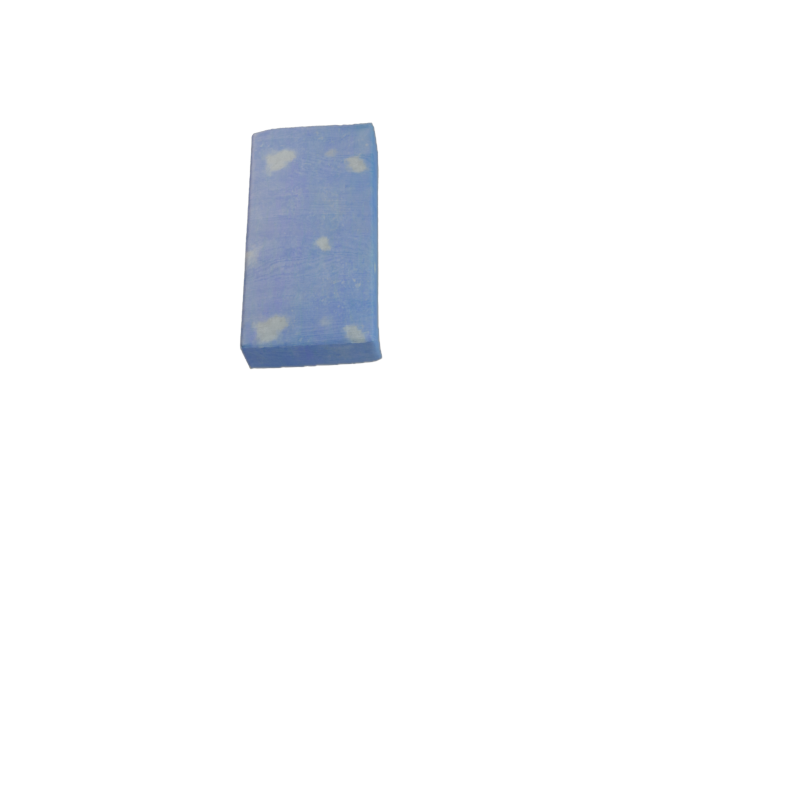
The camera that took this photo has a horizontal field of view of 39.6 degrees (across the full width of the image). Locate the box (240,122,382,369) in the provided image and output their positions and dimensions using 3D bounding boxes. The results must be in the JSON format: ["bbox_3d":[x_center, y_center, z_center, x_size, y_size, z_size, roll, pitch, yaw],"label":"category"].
[{"bbox_3d":[-0.062,-0.112,0.783,0.094,0.186,0.045,-4,-25,6],"label":"box"}]
